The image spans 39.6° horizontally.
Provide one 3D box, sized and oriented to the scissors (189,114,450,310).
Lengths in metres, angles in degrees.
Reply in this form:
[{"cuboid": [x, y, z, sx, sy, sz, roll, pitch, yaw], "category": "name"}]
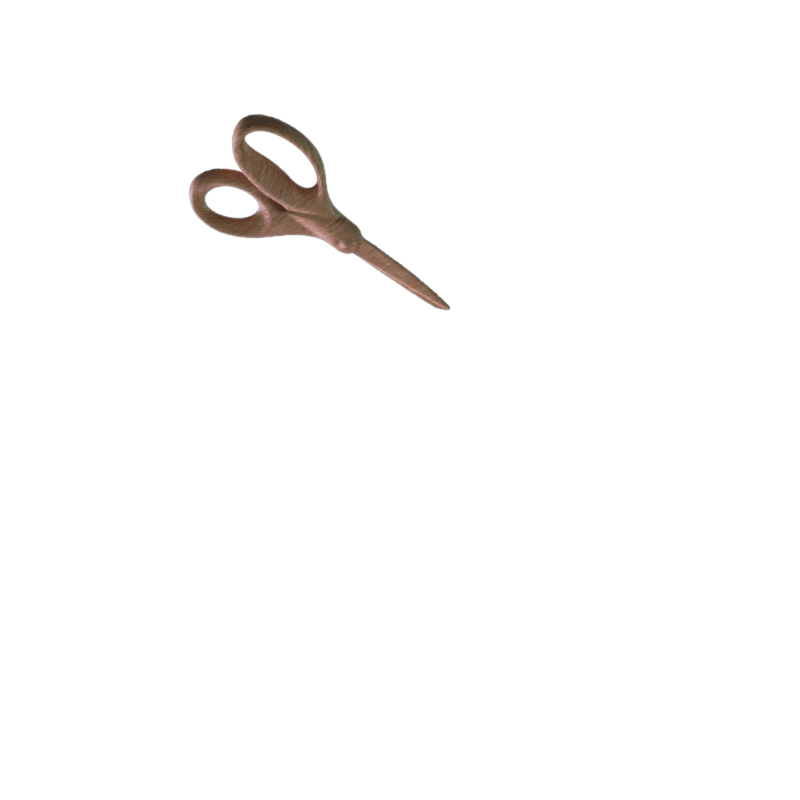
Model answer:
[{"cuboid": [-0.055, -0.101, 0.708, 0.097, 0.017, 0.187, -22, -49, 21], "category": "scissors"}]
